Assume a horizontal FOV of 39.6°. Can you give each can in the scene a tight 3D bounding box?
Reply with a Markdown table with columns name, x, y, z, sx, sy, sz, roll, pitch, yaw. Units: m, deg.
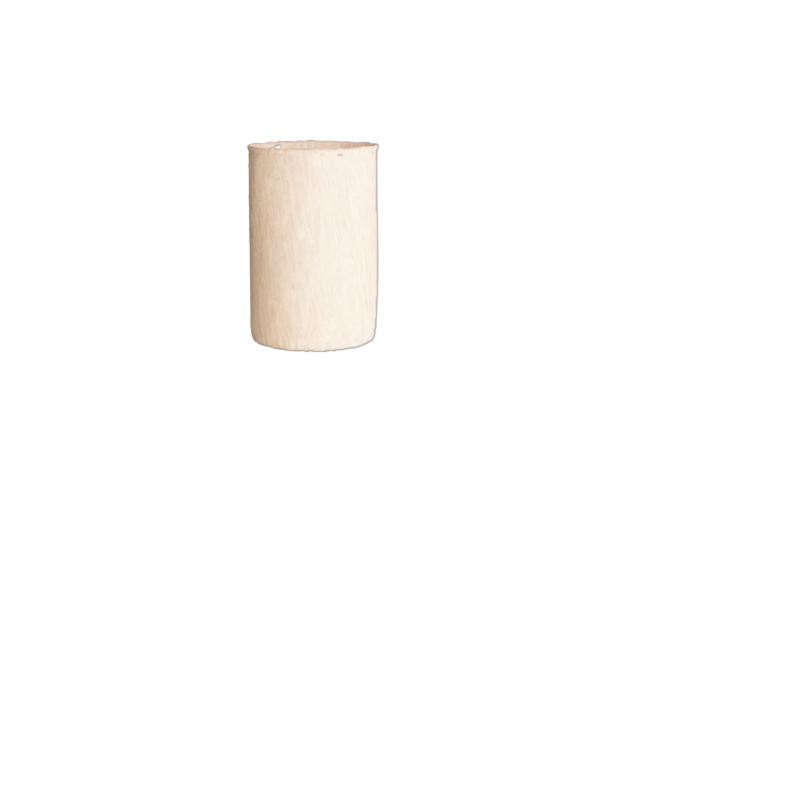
| name | x | y | z | sx | sy | sz | roll | pitch | yaw |
| --- | --- | --- | --- | --- | --- | --- | --- | --- | --- |
| can | -0.045 | -0.082 | 0.577 | 0.068 | 0.100 | 0.070 | 0 | 12 | -2 |
